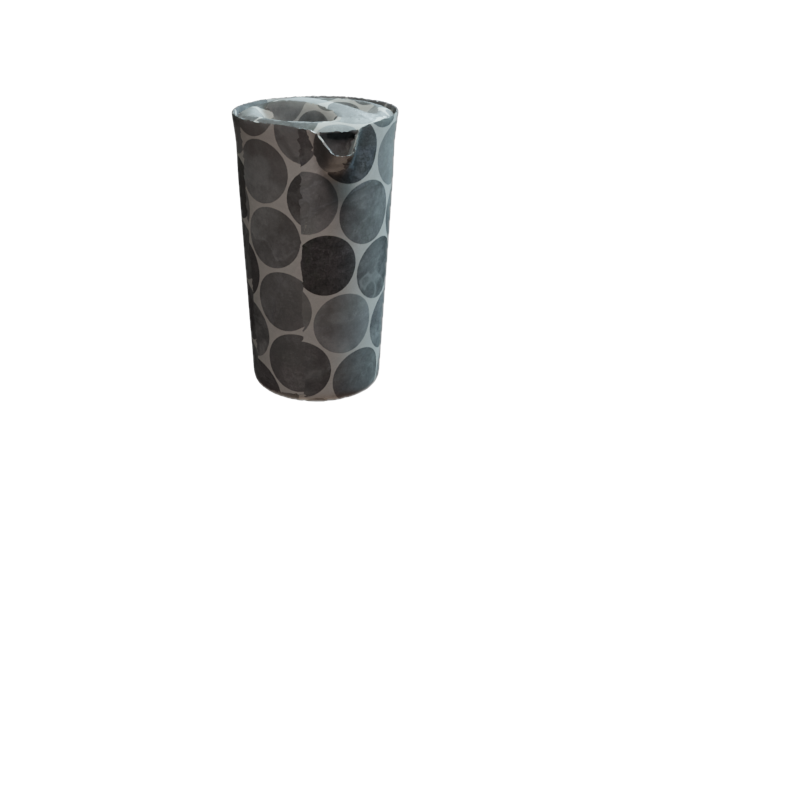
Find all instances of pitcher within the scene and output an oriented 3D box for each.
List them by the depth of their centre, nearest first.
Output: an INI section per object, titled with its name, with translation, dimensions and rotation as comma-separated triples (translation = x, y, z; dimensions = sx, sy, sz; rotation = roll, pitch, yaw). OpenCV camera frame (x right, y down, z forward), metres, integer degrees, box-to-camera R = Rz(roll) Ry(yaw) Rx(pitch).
[pitcher]
translation = -0.073, -0.133, 0.931
dimensions = 0.151, 0.233, 0.150
rotation = 11, 22, 25
